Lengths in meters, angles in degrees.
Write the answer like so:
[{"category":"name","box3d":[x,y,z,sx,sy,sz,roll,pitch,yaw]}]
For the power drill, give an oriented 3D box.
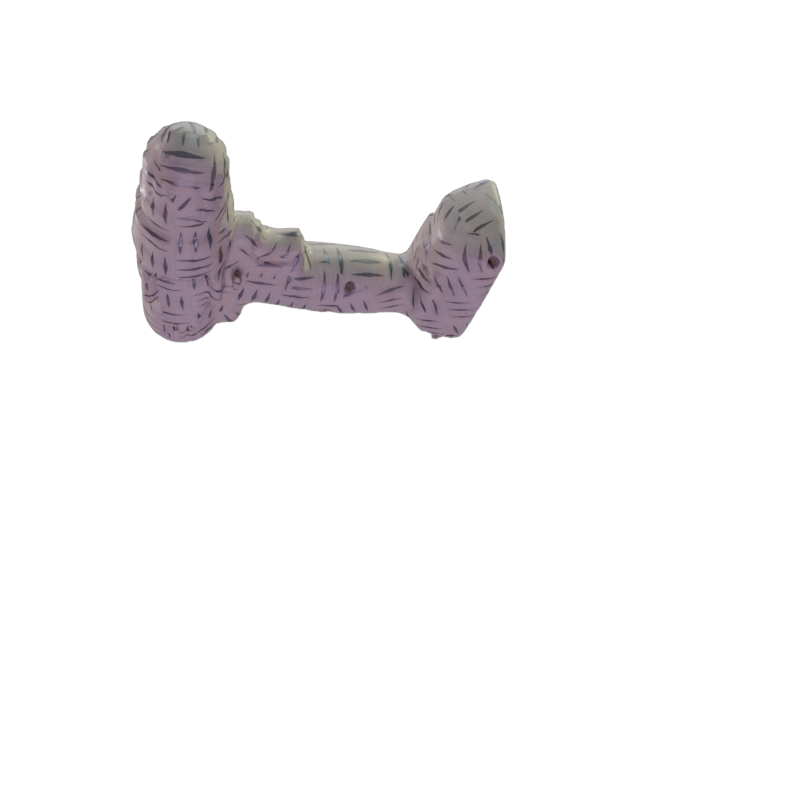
[{"category":"power drill","box3d":[-0.045,-0.083,0.580,0.186,0.060,0.177,3,-21,-8]}]
